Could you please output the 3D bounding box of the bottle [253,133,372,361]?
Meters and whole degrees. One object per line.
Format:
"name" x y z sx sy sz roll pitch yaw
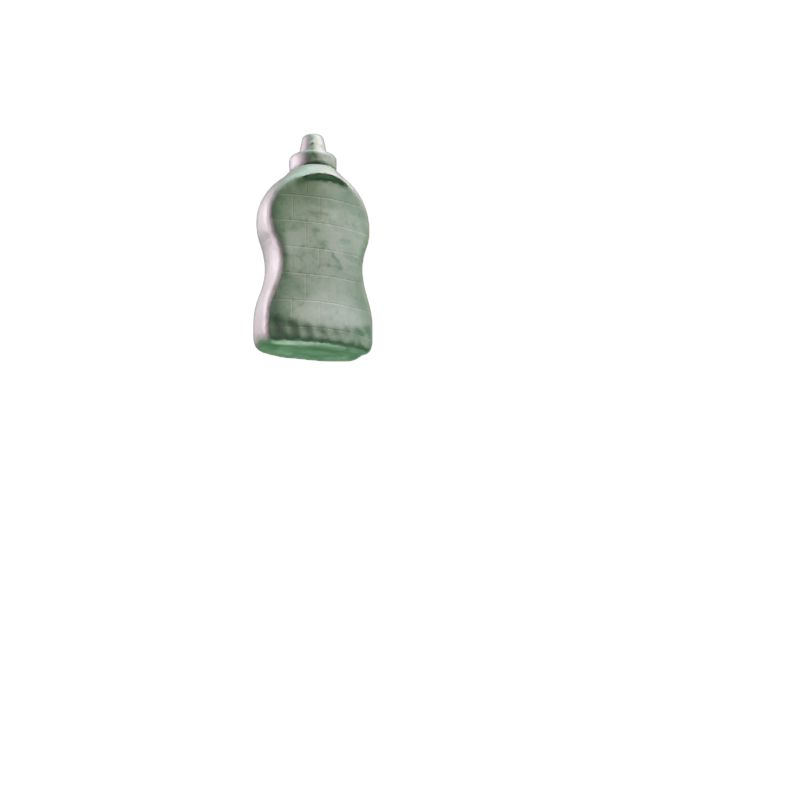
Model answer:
"bottle" -0.072 -0.132 0.923 0.093 0.200 0.058 6 -19 -22
